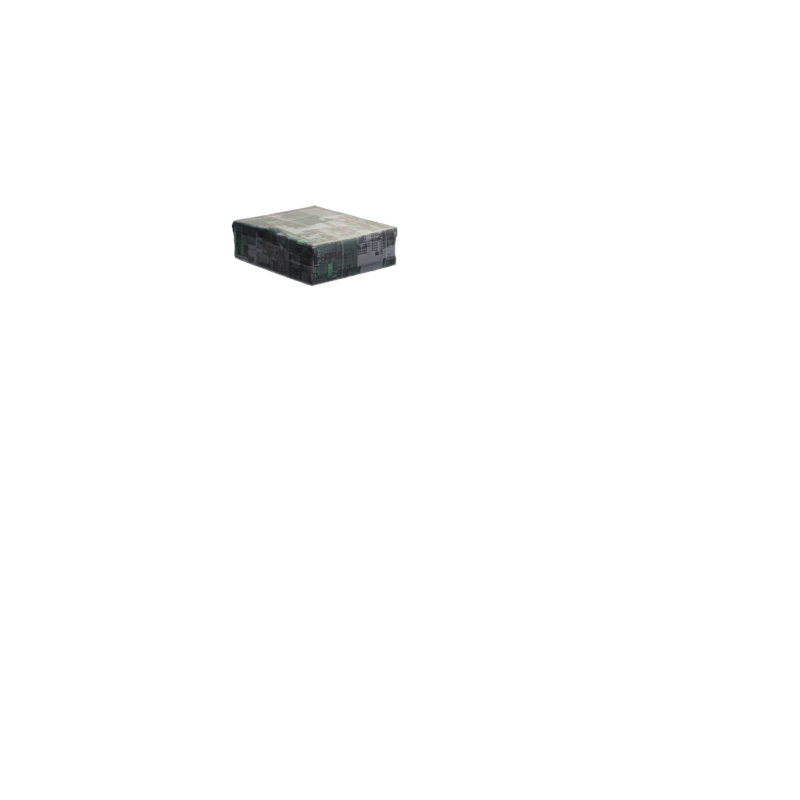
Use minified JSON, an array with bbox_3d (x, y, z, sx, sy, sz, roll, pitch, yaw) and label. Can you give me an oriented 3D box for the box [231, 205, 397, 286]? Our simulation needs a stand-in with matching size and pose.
[{"bbox_3d":[-0.058,-0.106,0.741,0.072,0.029,0.095,-17,27,-37],"label":"box"}]
